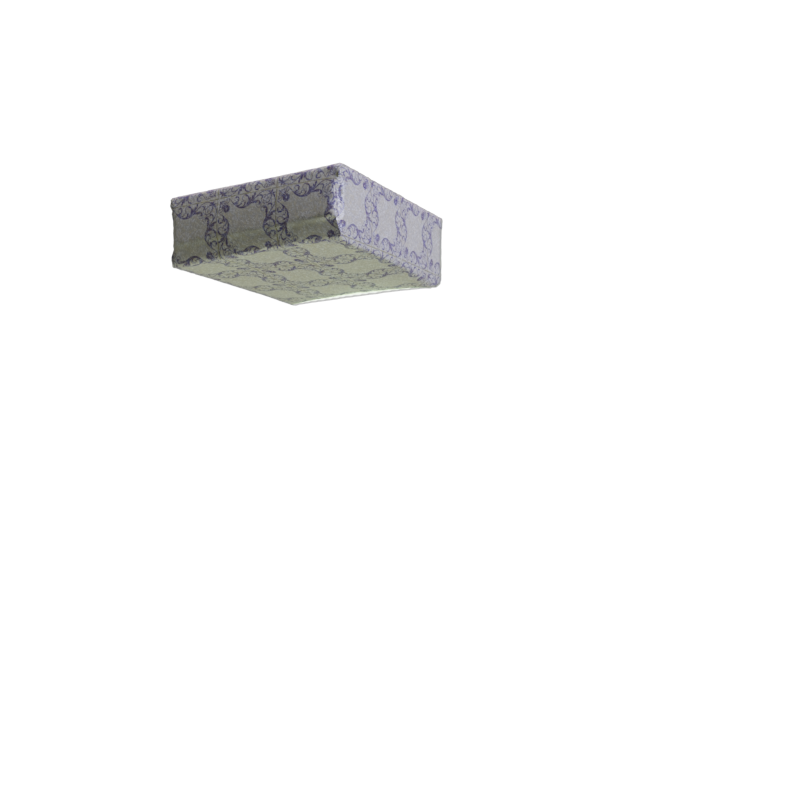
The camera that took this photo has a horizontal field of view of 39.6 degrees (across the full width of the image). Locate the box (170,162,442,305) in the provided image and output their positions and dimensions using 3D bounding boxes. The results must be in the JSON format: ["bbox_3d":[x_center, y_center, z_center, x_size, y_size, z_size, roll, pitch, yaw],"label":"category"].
[{"bbox_3d":[-0.041,-0.075,0.528,0.092,0.040,0.107,-5,-10,27],"label":"box"}]
